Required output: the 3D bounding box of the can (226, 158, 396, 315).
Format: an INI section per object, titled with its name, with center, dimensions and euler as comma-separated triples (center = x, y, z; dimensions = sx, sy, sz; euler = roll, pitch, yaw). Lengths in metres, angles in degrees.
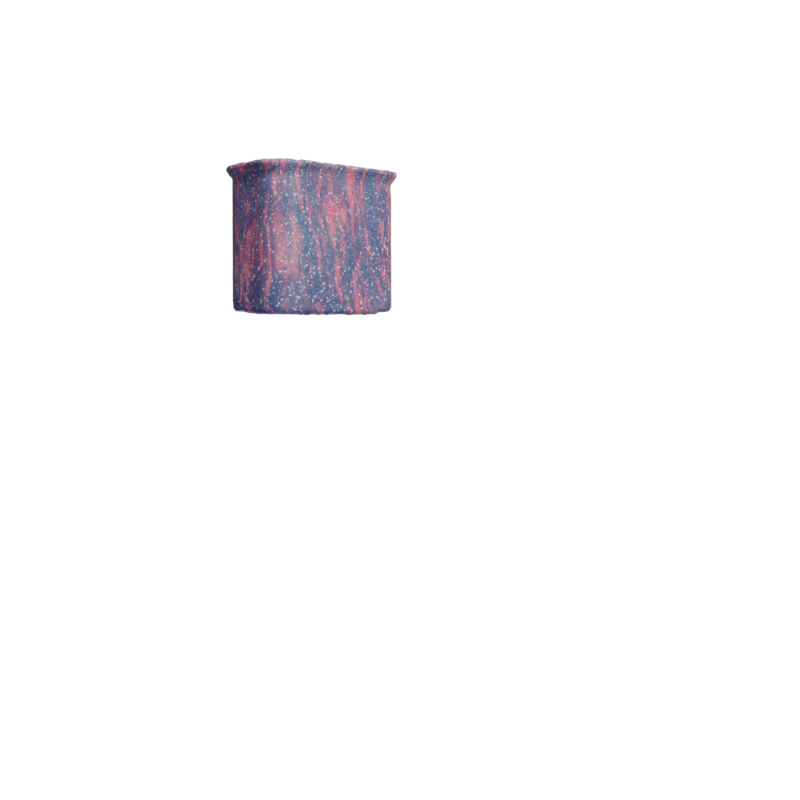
[can]
center = -0.050, -0.091, 0.640
dimensions = 0.098, 0.084, 0.059
euler = 0, -1, -44
